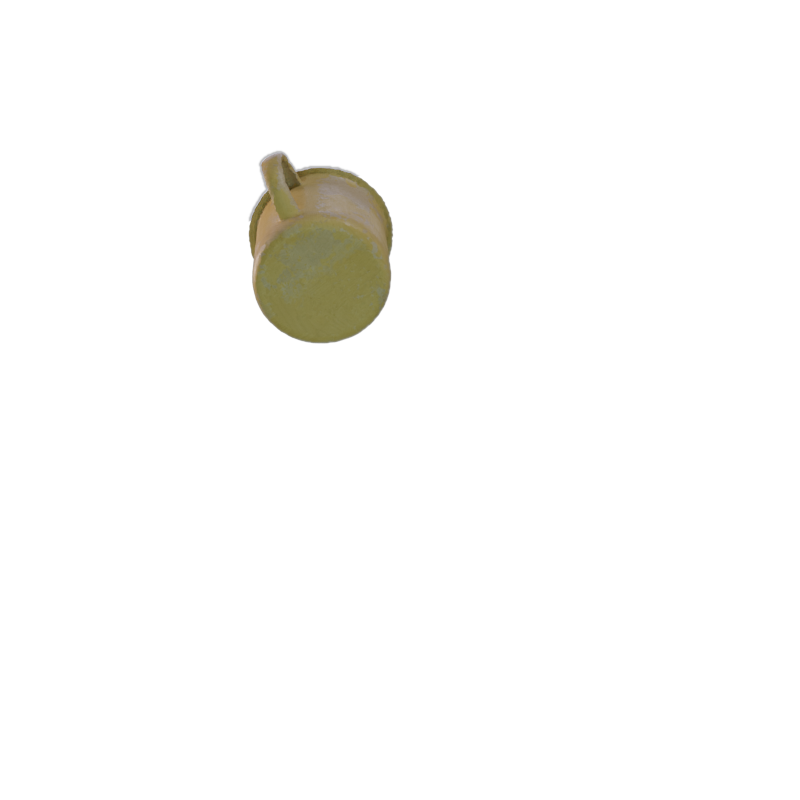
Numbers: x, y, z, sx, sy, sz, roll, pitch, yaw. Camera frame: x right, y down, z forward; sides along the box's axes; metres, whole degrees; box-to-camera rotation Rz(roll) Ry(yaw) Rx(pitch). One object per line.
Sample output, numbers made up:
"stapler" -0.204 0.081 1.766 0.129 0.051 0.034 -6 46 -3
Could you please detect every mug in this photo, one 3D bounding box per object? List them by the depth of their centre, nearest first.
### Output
"mug" -0.053 -0.096 0.674 0.093 0.111 0.086 -22 23 8
